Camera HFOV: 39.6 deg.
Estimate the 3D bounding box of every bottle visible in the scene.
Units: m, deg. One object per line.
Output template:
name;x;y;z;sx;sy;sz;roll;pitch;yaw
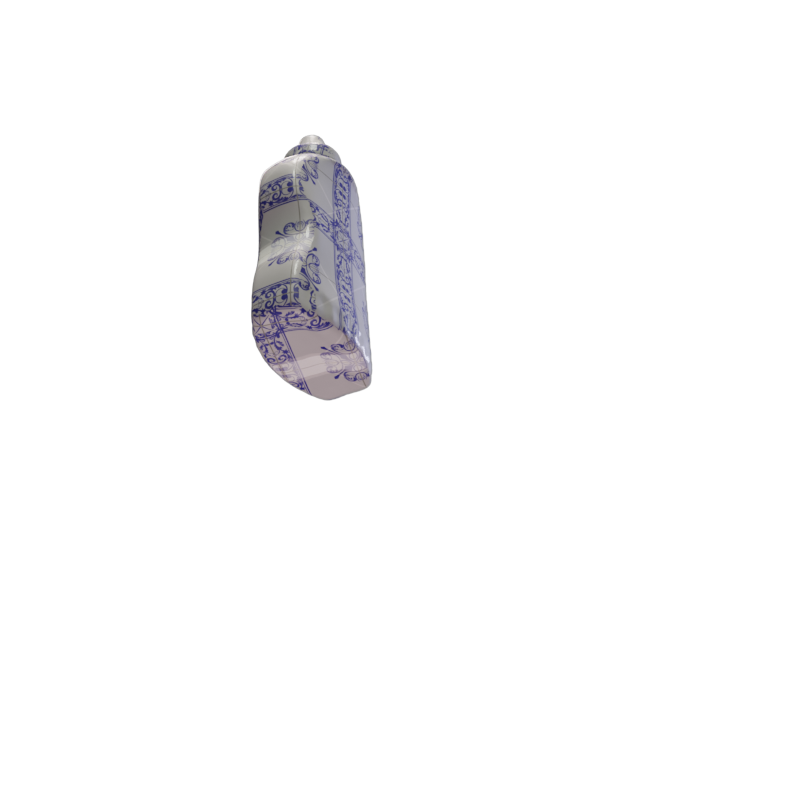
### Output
bottle;-0.057;-0.102;0.718;0.059;0.206;0.089;-22;-43;21
